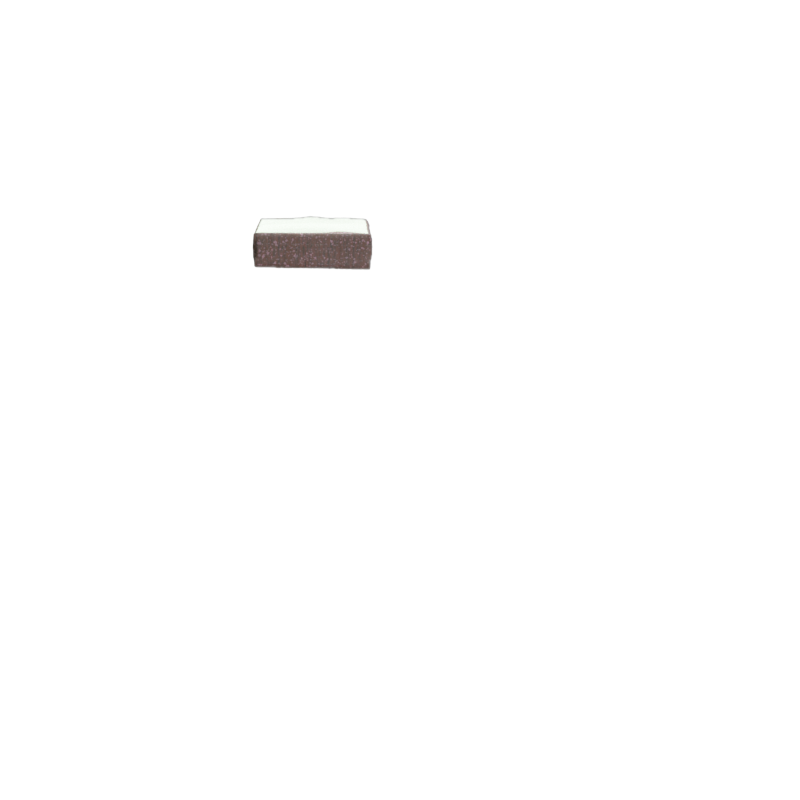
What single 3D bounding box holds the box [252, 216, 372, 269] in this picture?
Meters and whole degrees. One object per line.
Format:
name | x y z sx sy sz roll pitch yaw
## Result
box | -0.067 -0.122 0.856 0.089 0.029 0.075 0 17 -1
